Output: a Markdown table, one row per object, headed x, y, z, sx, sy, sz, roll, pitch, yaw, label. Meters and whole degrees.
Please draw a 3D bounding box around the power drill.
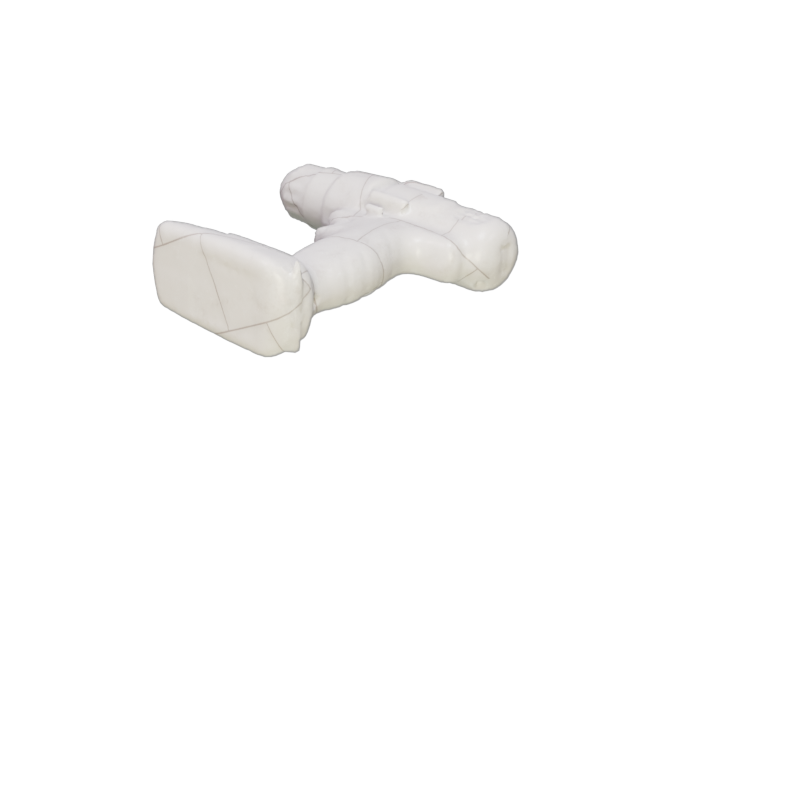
| x | y | z | sx | sy | sz | roll | pitch | yaw | label |
| --- | --- | --- | --- | --- | --- | --- | --- | --- | --- |
| -0.052 | -0.094 | 0.661 | 0.196 | 0.054 | 0.186 | 22 | 34 | 38 | power drill |
